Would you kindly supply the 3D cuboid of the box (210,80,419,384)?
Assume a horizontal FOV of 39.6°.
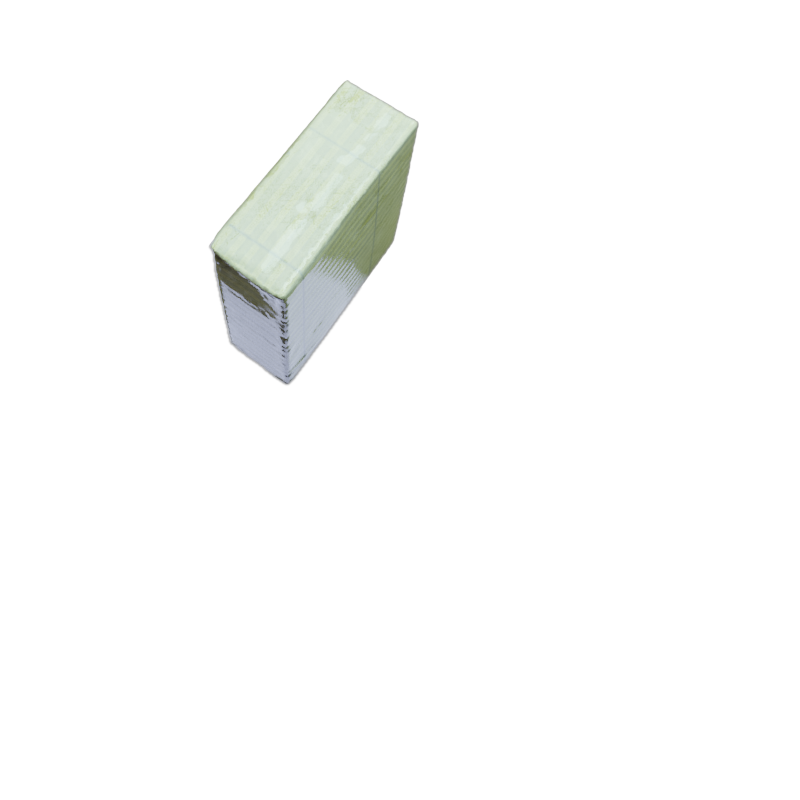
[{"bbox_3d":[-0.066,-0.121,0.849,0.073,0.167,0.205,33,-17,6],"label":"box"}]
